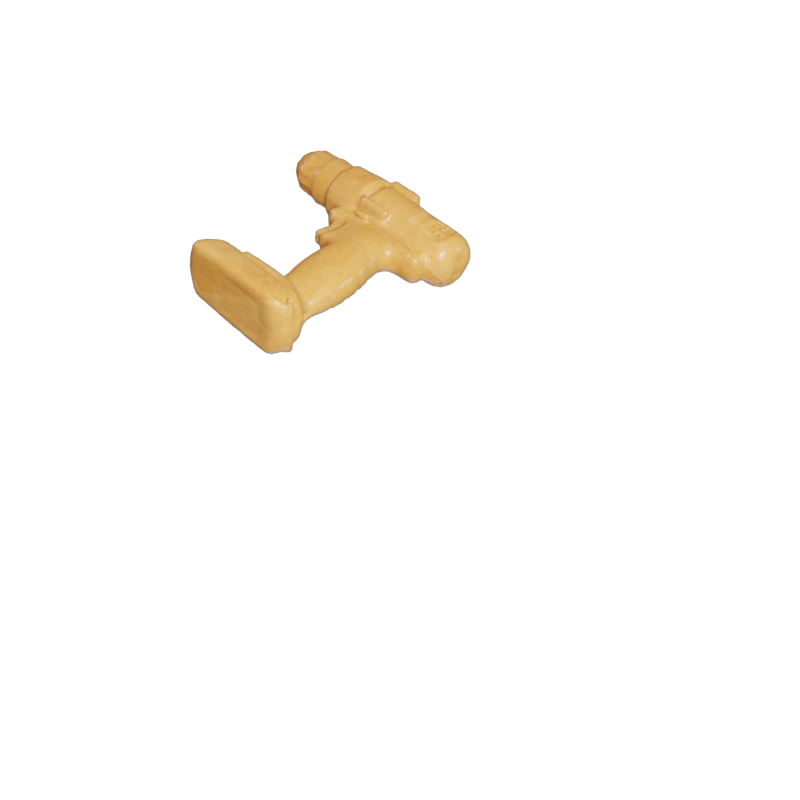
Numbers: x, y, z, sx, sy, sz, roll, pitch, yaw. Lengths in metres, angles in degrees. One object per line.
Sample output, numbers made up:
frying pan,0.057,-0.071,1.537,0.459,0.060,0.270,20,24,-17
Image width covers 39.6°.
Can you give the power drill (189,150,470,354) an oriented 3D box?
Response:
power drill,-0.068,-0.123,0.864,0.188,0.053,0.198,-31,50,-30
